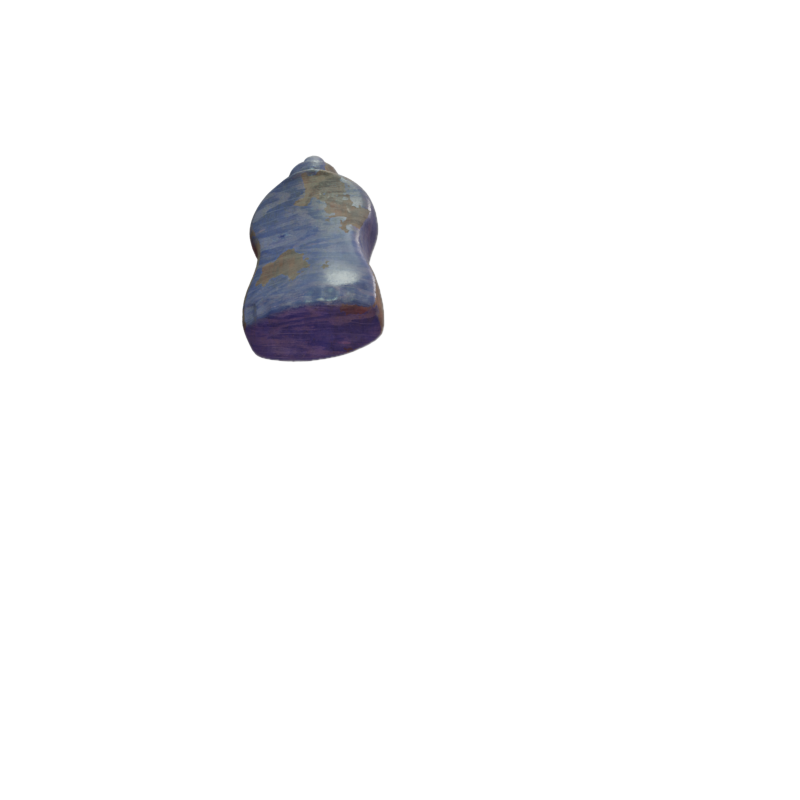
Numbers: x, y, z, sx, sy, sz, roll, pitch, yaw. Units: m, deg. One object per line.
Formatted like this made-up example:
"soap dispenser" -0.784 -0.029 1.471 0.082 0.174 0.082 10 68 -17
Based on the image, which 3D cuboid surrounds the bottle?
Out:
"bottle" -0.064 -0.117 0.823 0.097 0.206 0.054 -12 -44 8
